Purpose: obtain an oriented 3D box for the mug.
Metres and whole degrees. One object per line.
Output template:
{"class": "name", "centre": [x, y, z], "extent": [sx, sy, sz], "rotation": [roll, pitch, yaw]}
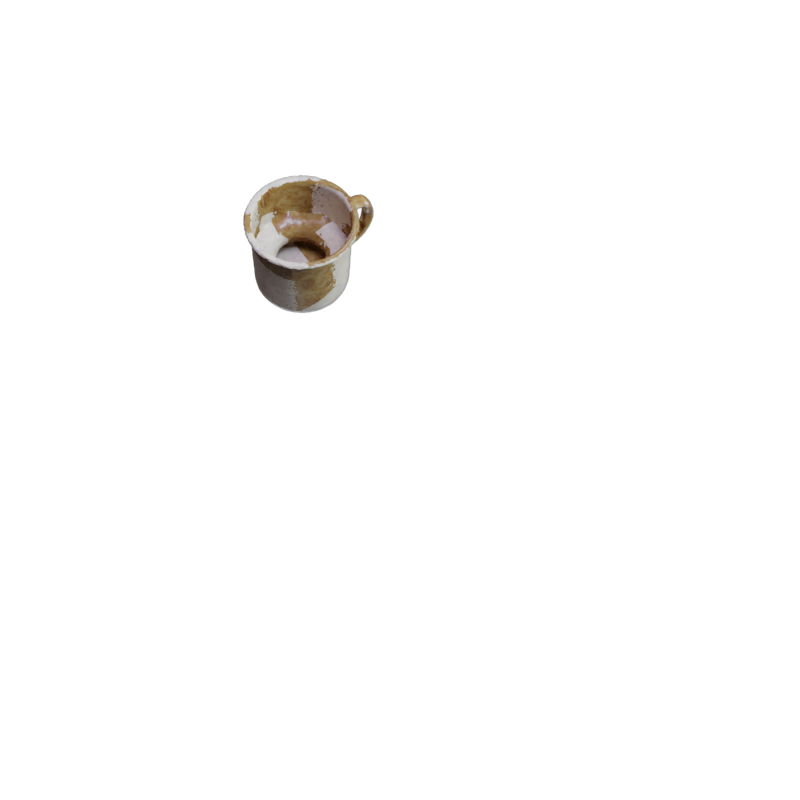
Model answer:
{"class": "mug", "centre": [-0.072, -0.132, 0.924], "extent": [0.117, 0.099, 0.076], "rotation": [-33, -25, -20]}
